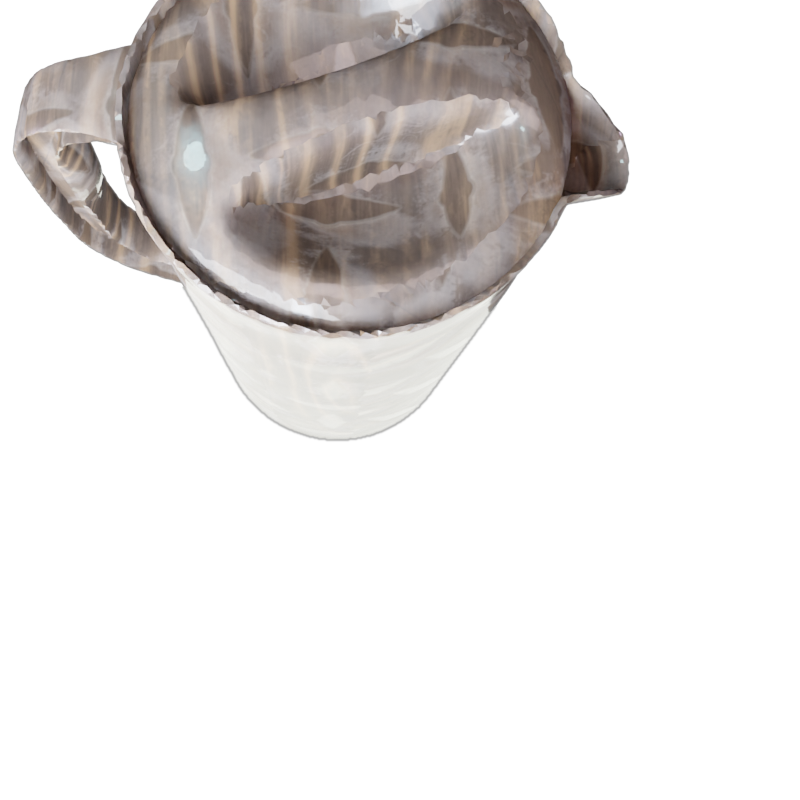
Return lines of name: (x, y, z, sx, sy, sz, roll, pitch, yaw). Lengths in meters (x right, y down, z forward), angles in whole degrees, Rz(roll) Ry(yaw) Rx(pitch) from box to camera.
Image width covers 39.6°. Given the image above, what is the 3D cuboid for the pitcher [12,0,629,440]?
pitcher: (-0.033, -0.060, 0.420, 0.146, 0.154, 0.234, -39, -10, -12)
